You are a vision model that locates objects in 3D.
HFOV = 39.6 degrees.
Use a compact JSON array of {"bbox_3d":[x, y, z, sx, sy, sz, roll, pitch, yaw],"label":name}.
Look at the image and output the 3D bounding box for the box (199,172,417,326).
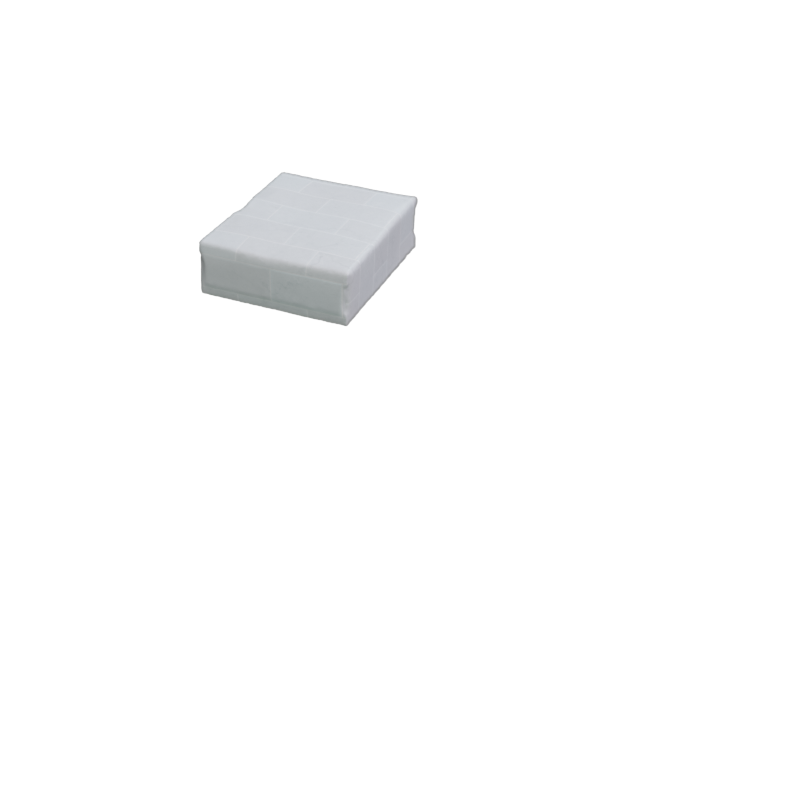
[{"bbox_3d":[-0.040,-0.074,0.516,0.076,0.028,0.092,13,35,19],"label":"box"}]
